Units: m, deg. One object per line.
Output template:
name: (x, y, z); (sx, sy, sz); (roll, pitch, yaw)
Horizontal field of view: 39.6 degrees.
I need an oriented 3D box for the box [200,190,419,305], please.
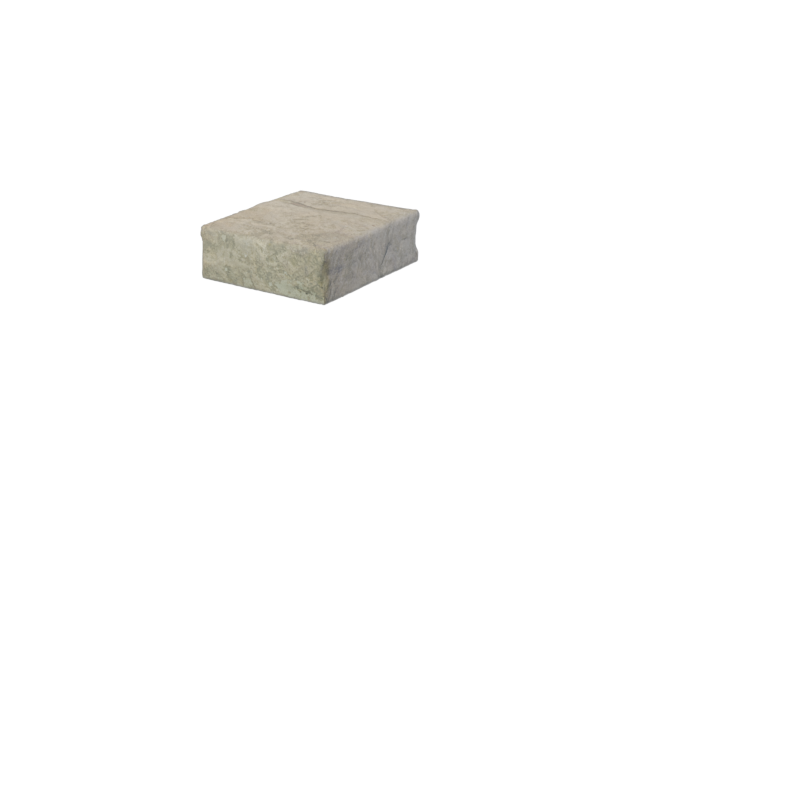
box: (-0.043, -0.078, 0.547); (0.077, 0.029, 0.089); (14, 27, 29)
